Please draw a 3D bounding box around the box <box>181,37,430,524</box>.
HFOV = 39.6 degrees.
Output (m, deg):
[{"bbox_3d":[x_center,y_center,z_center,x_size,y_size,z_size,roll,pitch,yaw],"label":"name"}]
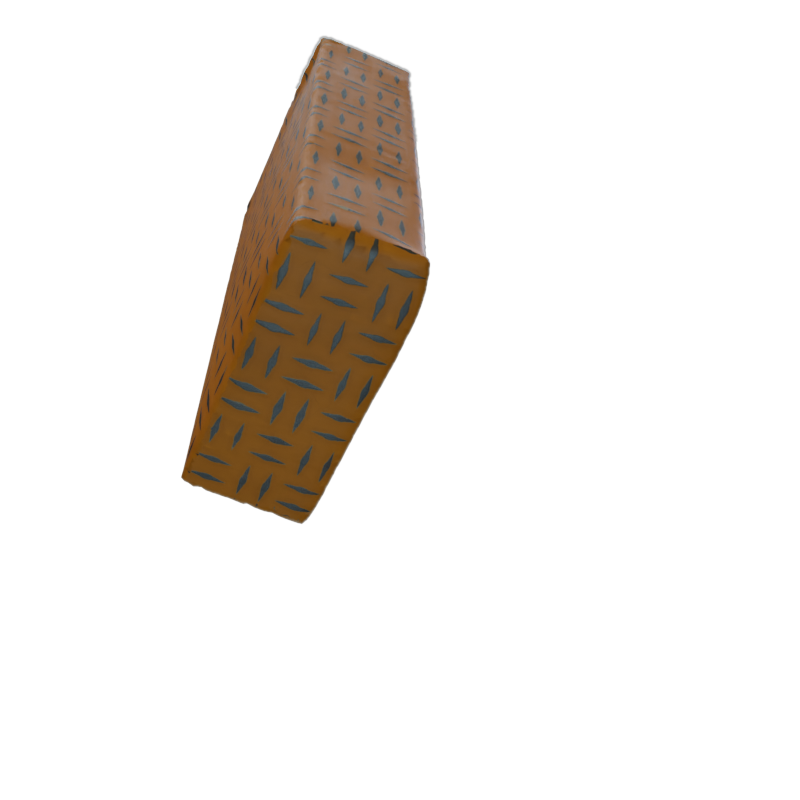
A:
[{"bbox_3d":[-0.030,-0.054,0.378,0.047,0.090,0.187,20,28,-16],"label":"box"}]
